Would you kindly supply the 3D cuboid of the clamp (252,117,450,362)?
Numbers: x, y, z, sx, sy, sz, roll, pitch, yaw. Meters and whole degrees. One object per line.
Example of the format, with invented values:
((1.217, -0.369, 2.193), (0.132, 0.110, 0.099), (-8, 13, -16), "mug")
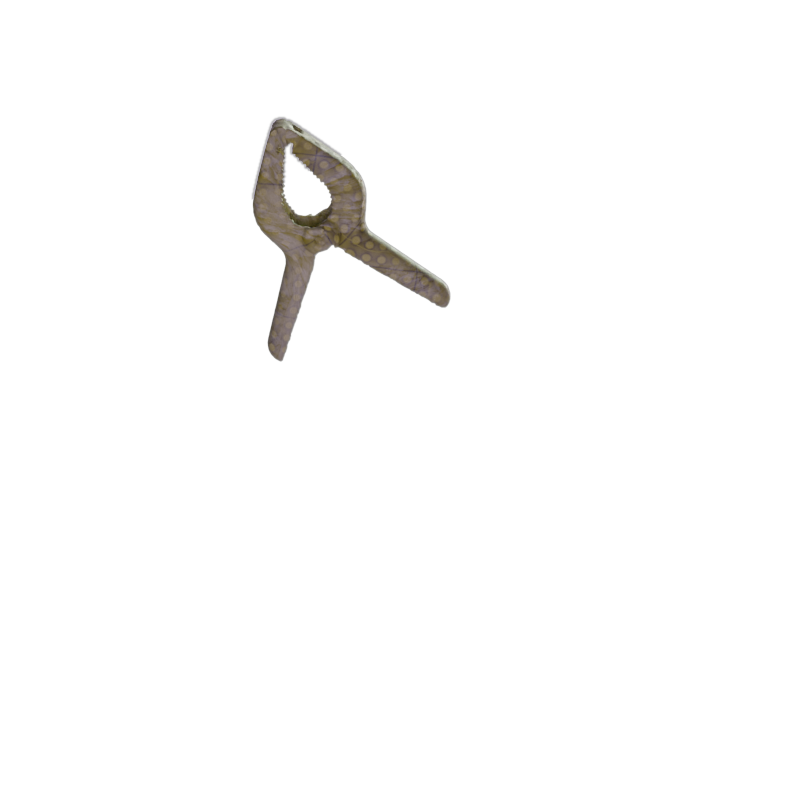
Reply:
((-0.073, -0.133, 0.929), (0.165, 0.199, 0.038), (-25, 22, 11), "clamp")
